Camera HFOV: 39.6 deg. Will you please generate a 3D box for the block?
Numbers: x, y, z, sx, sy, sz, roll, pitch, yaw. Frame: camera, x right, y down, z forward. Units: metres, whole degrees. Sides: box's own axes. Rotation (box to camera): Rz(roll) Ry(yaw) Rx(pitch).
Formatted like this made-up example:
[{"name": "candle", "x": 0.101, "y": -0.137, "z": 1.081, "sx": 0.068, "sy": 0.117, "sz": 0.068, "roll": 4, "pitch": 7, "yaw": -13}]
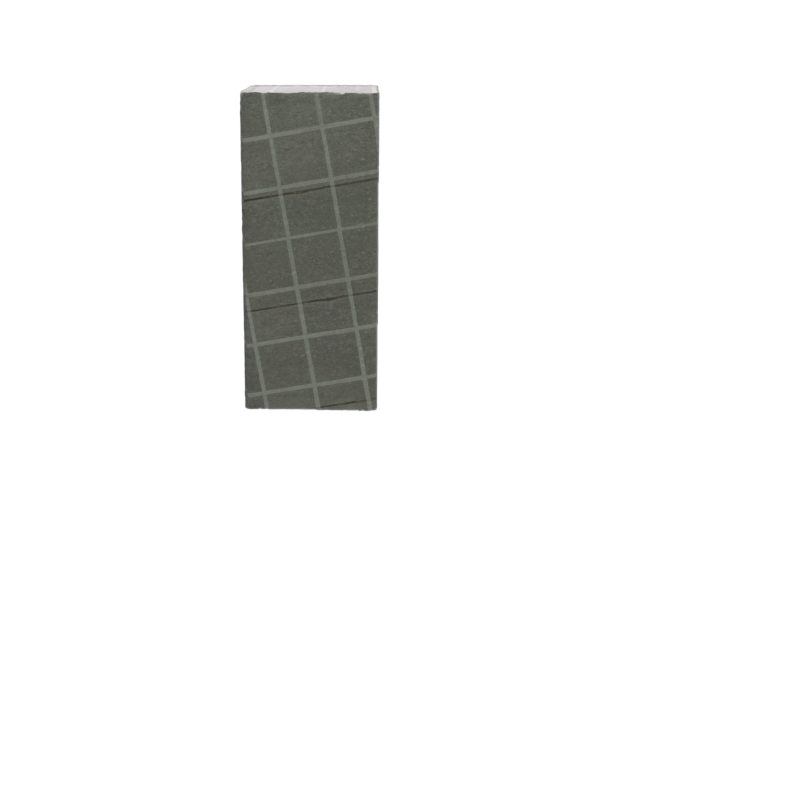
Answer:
[{"name": "block", "x": -0.059, "y": -0.107, "z": 0.746, "sx": 0.090, "sy": 0.200, "sz": 0.093, "roll": 1, "pitch": 13, "yaw": -1}]
